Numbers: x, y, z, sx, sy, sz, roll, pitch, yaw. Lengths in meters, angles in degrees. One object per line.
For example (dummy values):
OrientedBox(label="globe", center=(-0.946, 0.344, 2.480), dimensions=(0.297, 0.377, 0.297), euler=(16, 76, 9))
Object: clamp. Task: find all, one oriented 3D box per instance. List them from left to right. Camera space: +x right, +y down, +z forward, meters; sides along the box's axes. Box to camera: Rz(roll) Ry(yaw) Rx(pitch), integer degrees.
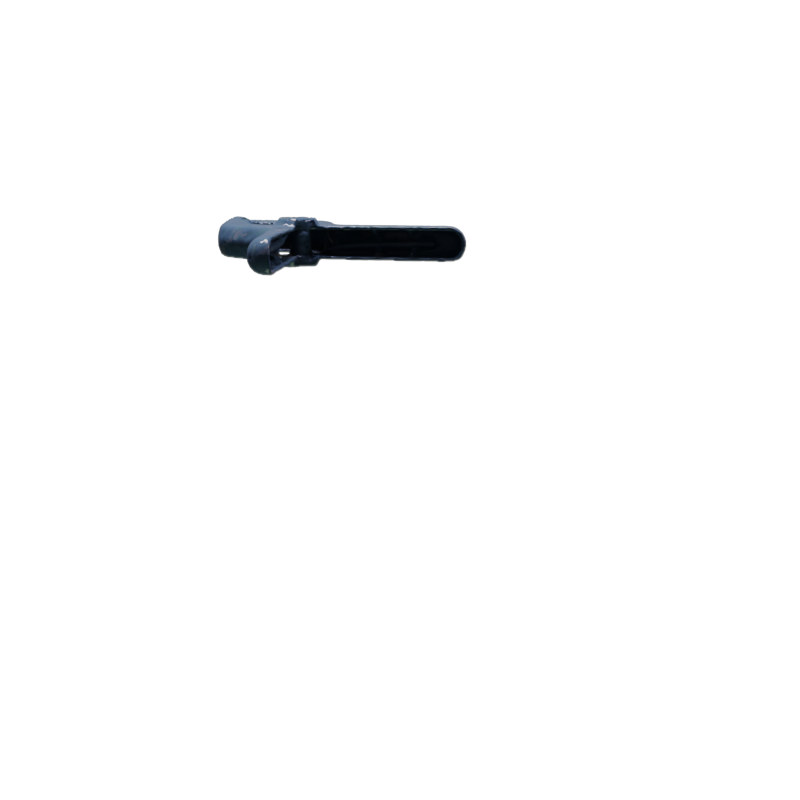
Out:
OrientedBox(label="clamp", center=(-0.064, -0.116, 0.815), dimensions=(0.160, 0.036, 0.219), euler=(-5, 13, -25))
